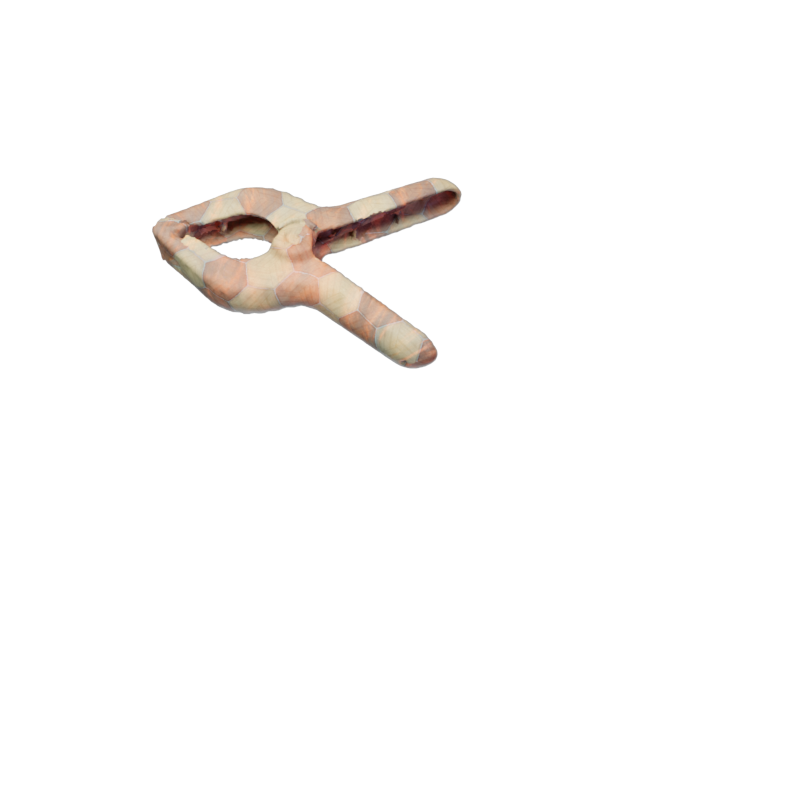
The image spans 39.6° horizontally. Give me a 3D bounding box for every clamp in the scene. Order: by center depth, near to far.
[{"bbox_3d":[-0.048,-0.088,0.617,0.176,0.126,0.036,15,-37,12],"label":"clamp"}]
